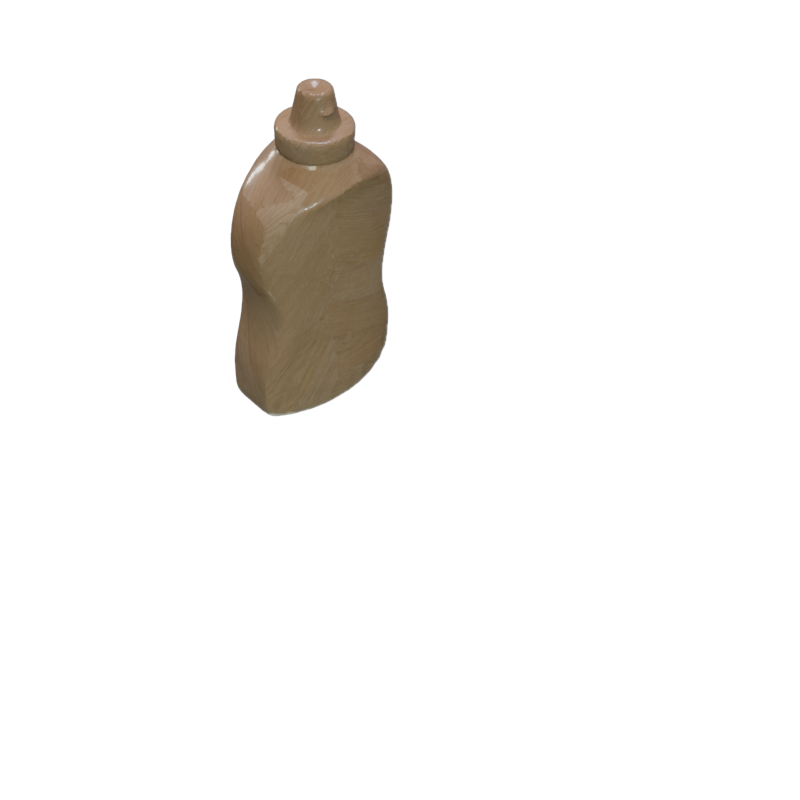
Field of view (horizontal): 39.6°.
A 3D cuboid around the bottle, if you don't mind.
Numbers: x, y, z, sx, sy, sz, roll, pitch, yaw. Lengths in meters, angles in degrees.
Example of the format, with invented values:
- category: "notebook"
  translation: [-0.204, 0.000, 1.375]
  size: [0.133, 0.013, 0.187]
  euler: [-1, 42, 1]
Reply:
- category: "bottle"
  translation: [-0.046, -0.085, 0.596]
  size: [0.096, 0.179, 0.063]
  euler: [-29, 50, -32]
